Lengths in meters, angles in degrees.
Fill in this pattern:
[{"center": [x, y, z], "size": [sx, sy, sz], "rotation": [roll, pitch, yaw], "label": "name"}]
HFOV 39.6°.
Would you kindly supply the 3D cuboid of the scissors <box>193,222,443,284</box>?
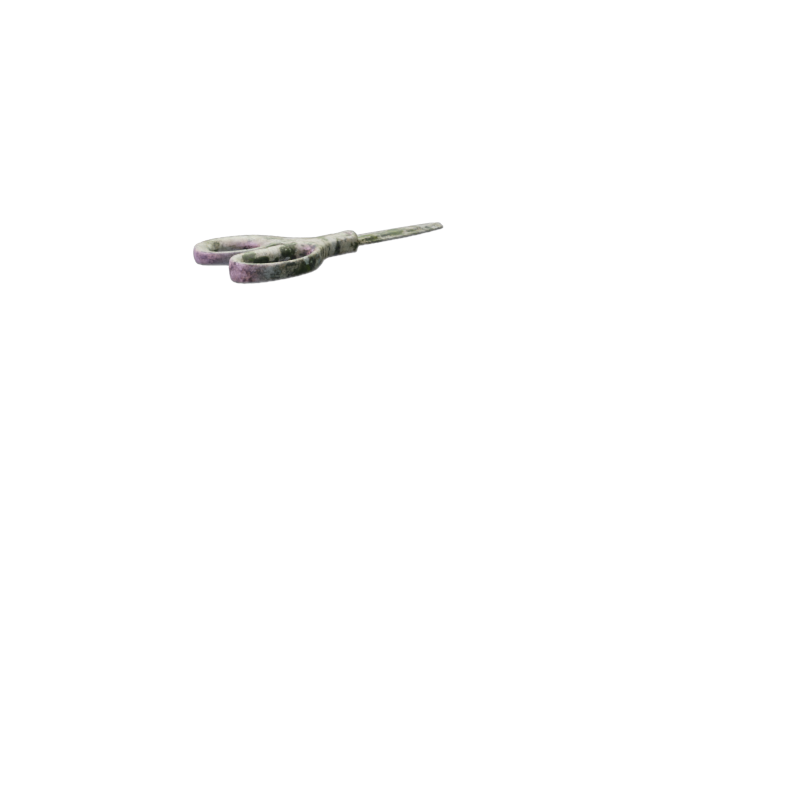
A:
[{"center": [-0.059, -0.108, 0.760], "size": [0.101, 0.015, 0.200], "rotation": [11, 22, 29], "label": "scissors"}]
